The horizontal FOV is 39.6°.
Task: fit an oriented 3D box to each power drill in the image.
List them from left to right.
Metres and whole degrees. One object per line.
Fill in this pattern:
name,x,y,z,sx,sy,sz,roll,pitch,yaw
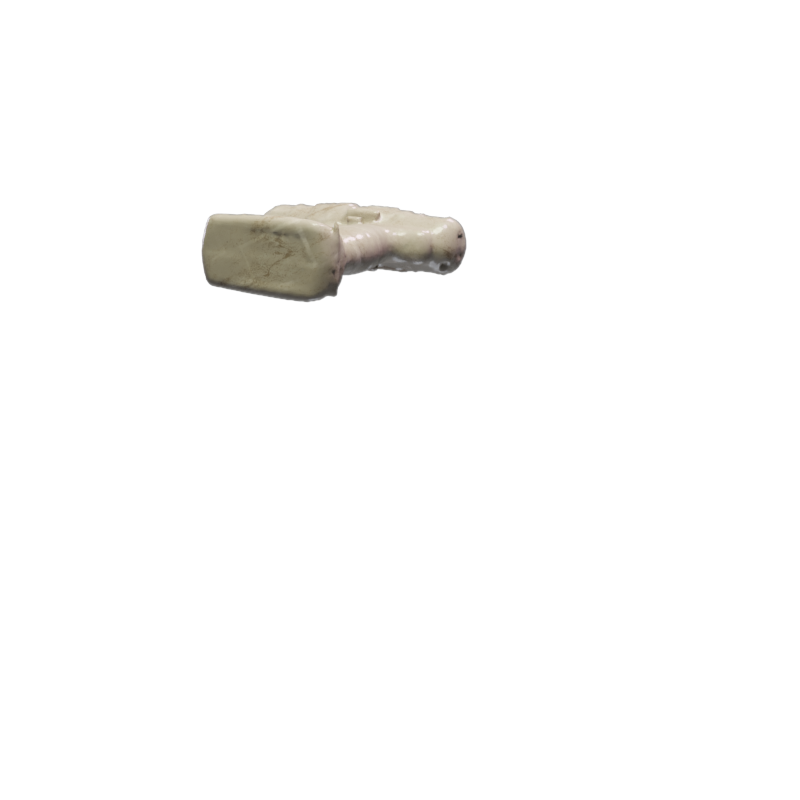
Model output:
power drill,-0.066,-0.120,0.843,0.192,0.056,0.185,8,17,29
